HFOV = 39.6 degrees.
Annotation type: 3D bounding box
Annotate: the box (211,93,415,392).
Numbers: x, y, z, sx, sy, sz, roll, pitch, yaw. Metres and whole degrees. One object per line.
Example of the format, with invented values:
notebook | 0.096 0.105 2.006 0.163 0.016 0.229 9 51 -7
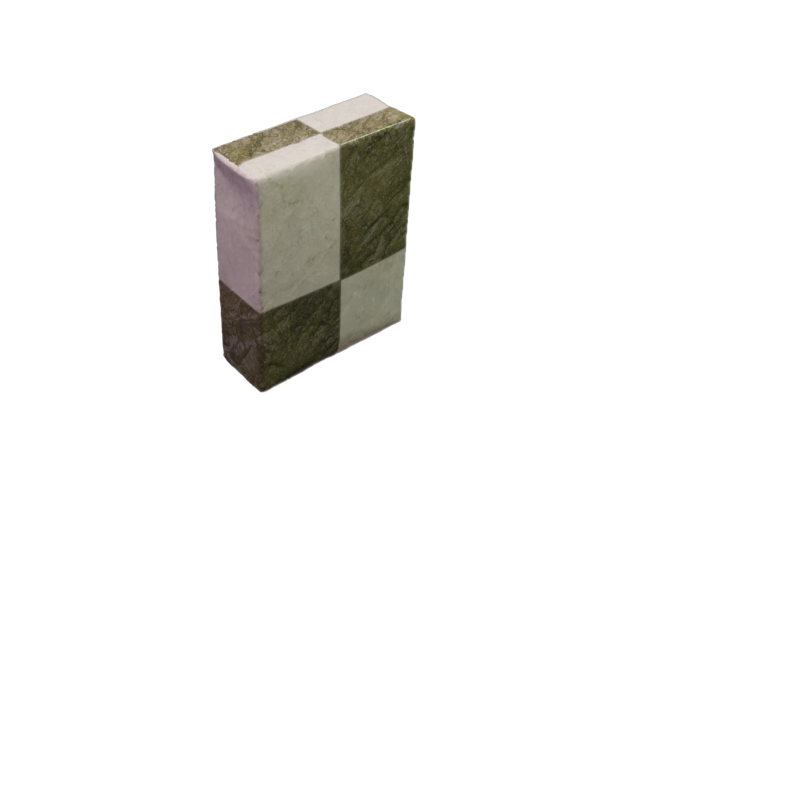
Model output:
box | -0.074 -0.134 0.941 0.163 0.200 0.077 -27 46 -33
